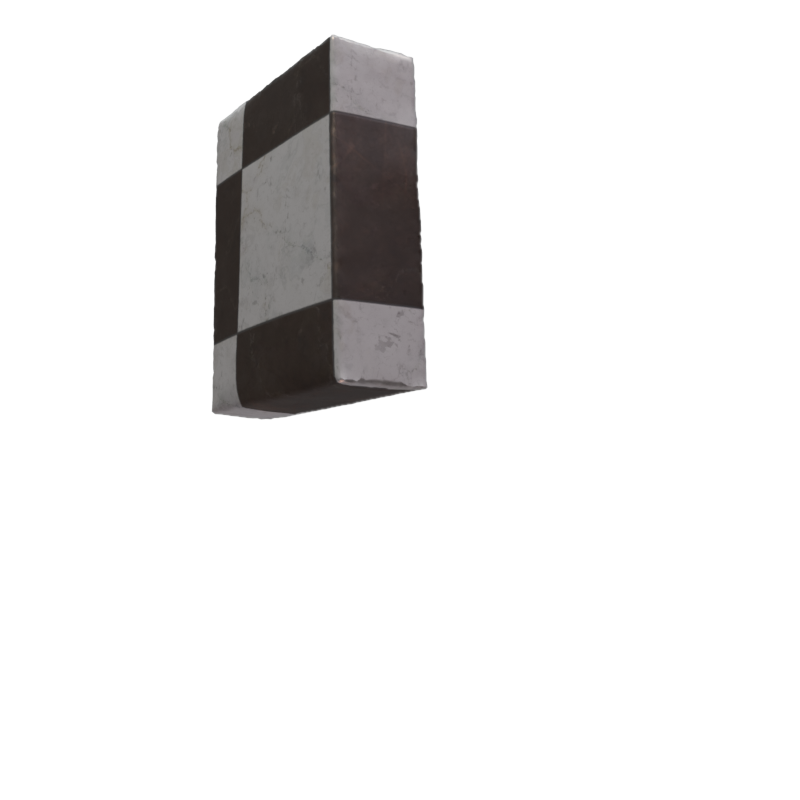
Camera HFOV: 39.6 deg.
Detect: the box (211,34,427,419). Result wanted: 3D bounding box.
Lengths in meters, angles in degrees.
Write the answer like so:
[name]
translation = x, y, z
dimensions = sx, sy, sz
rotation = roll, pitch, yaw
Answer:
[box]
translation = -0.057, -0.103, 0.722
dimensions = 0.069, 0.222, 0.166
rotation = 9, -17, -33
